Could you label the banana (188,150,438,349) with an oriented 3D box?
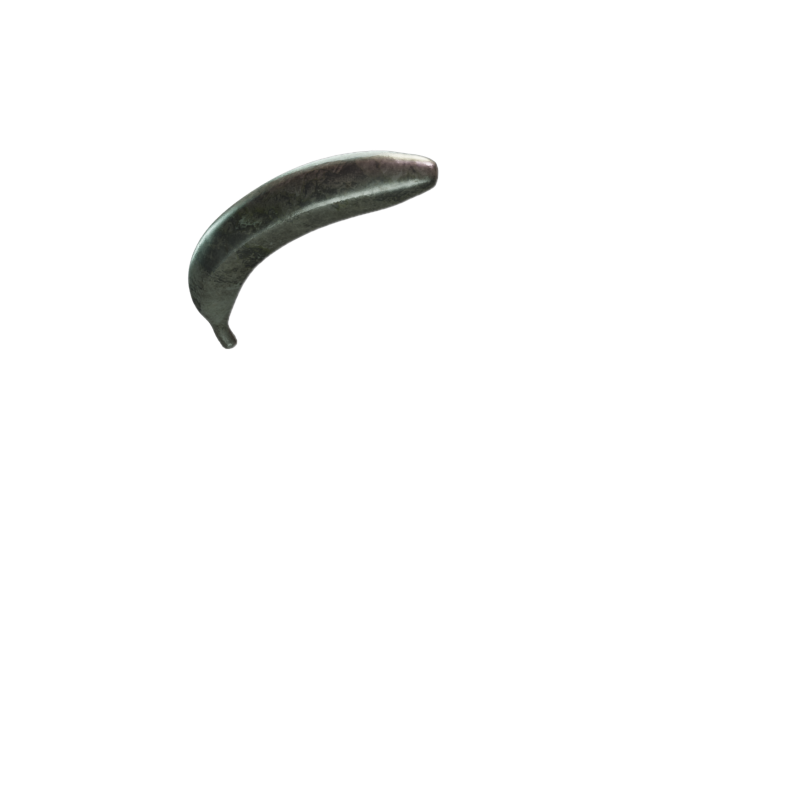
[{"bbox_3d":[-0.068,-0.099,0.654,0.065,0.039,0.196,30,-46,-33],"label":"banana"}]
